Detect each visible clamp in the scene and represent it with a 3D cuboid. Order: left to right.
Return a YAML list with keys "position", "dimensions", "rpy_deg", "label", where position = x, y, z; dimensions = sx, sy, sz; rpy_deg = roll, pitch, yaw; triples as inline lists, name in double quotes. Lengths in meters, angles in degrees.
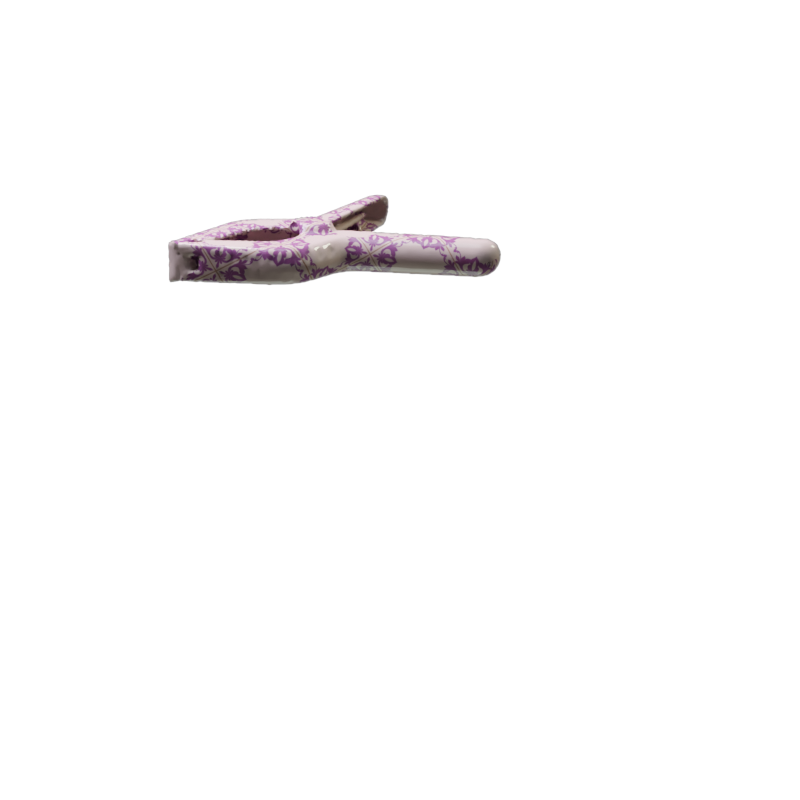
- position: [-0.060, -0.109, 0.765]
  dimensions: [0.206, 0.035, 0.175]
  rpy_deg: [-8, 23, -19]
  label: "clamp"
